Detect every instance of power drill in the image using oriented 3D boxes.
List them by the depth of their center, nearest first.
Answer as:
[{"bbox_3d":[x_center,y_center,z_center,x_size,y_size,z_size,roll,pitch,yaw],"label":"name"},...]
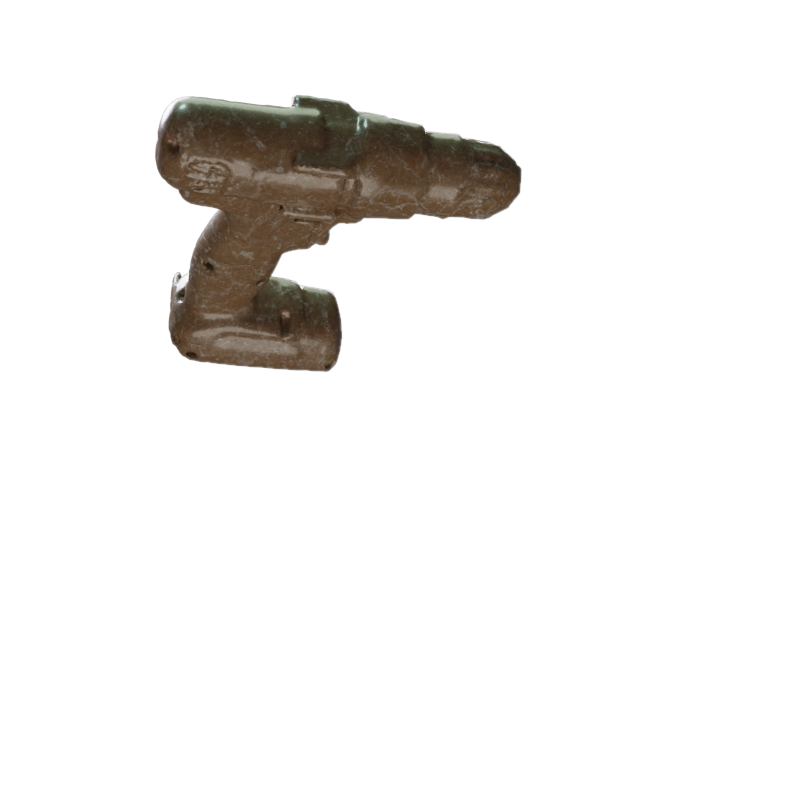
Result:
[{"bbox_3d":[-0.047,-0.086,0.603,0.181,0.061,0.178,8,-35,-12],"label":"power drill"}]
